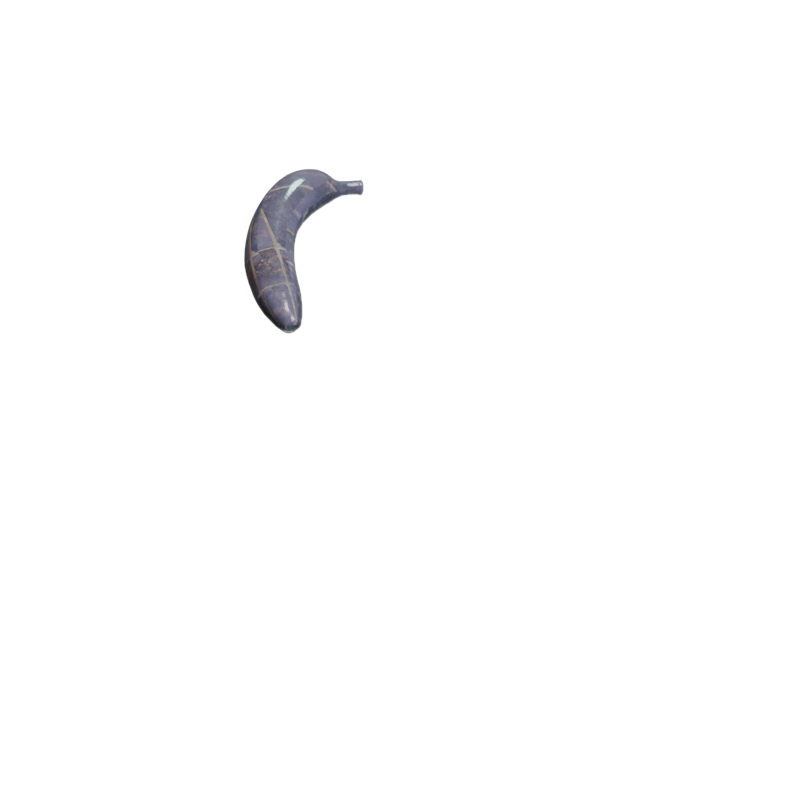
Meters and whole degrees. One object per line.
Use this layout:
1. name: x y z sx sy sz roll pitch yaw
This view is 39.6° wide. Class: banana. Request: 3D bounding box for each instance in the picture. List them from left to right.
1. banana: -0.083 -0.127 0.848 0.071 0.034 0.208 9 43 9
